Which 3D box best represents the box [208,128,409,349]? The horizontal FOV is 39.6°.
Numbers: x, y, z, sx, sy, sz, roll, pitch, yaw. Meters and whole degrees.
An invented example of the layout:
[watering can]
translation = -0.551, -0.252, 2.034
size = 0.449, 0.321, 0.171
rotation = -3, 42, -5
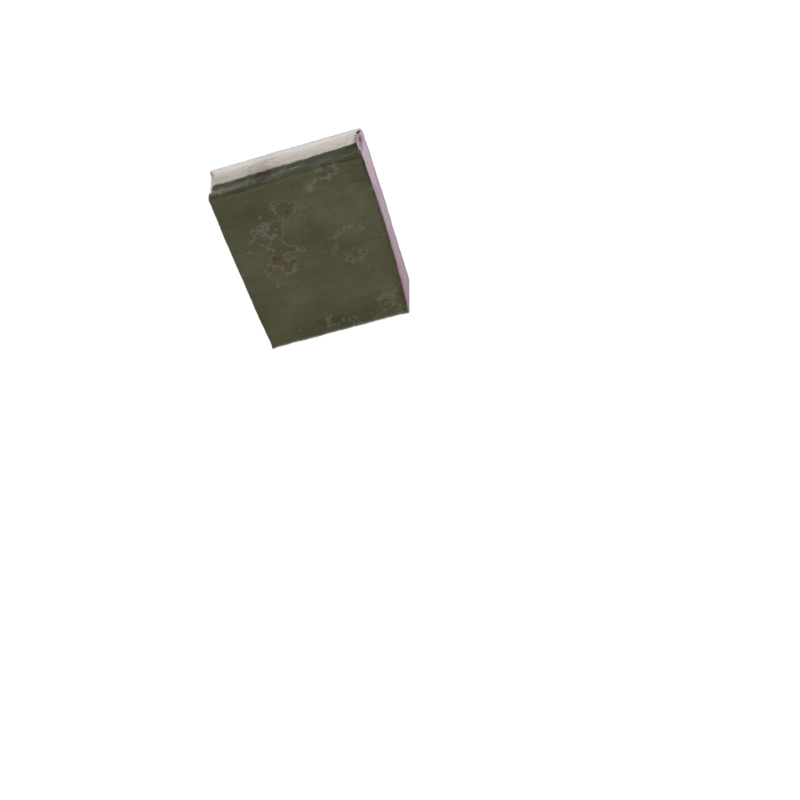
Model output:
[box]
translation = -0.050, -0.091, 0.636
size = 0.090, 0.106, 0.041
rotation = -14, 33, 8
